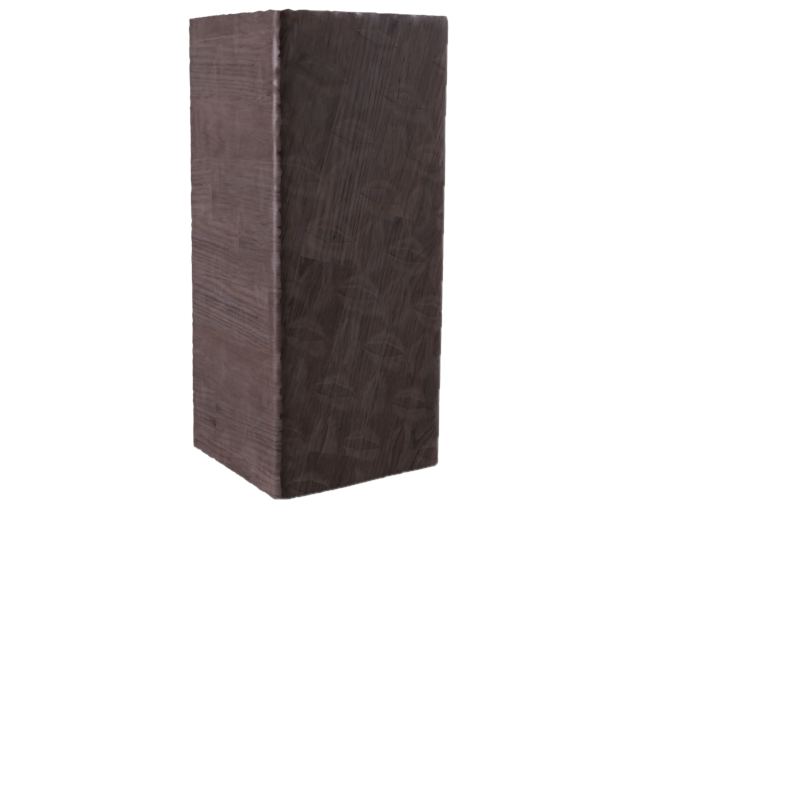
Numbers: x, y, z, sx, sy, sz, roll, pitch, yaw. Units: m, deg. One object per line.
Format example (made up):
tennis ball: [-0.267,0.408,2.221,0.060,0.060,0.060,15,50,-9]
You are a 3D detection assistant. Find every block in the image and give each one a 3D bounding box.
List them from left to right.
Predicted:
block: [-0.040,-0.074,0.515,0.087,0.202,0.095,-6,11,-33]
